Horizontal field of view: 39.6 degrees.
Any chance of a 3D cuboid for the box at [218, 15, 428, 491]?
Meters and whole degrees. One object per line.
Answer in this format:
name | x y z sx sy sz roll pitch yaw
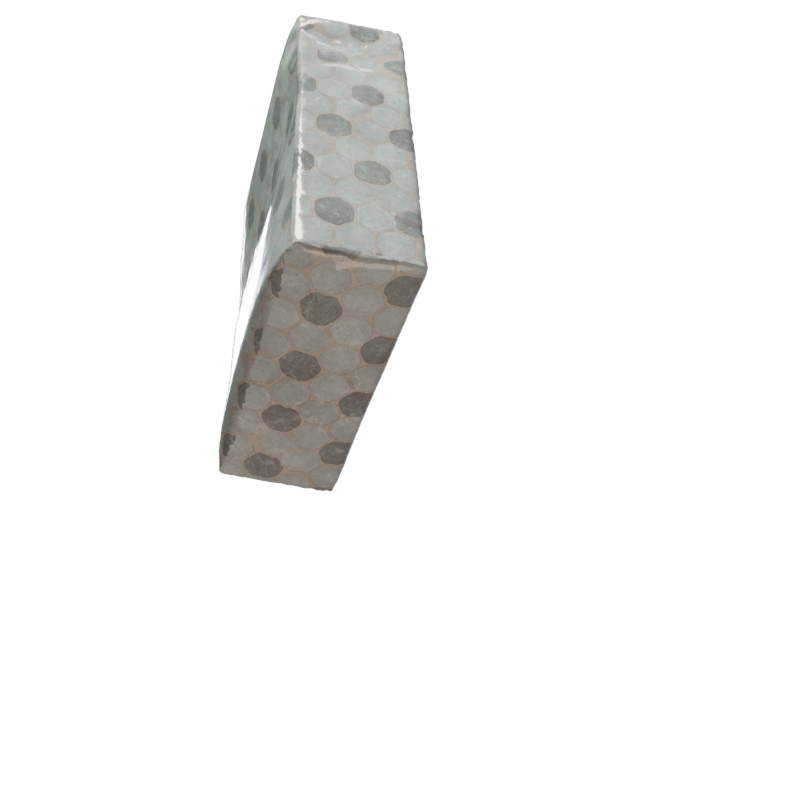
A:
box | -0.048 -0.087 0.612 0.070 0.156 0.230 11 42 -14
